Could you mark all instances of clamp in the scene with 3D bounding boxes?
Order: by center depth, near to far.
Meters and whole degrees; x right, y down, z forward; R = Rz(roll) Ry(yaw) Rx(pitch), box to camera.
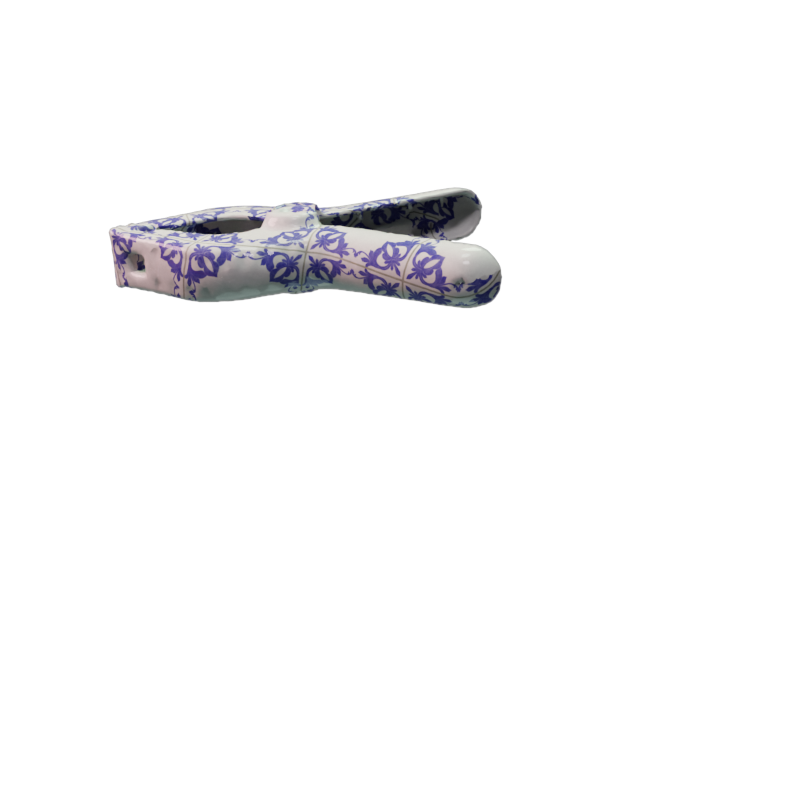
[{"bbox_3d":[-0.038,-0.070,0.492,0.174,0.038,0.122,4,18,11],"label":"clamp"}]
